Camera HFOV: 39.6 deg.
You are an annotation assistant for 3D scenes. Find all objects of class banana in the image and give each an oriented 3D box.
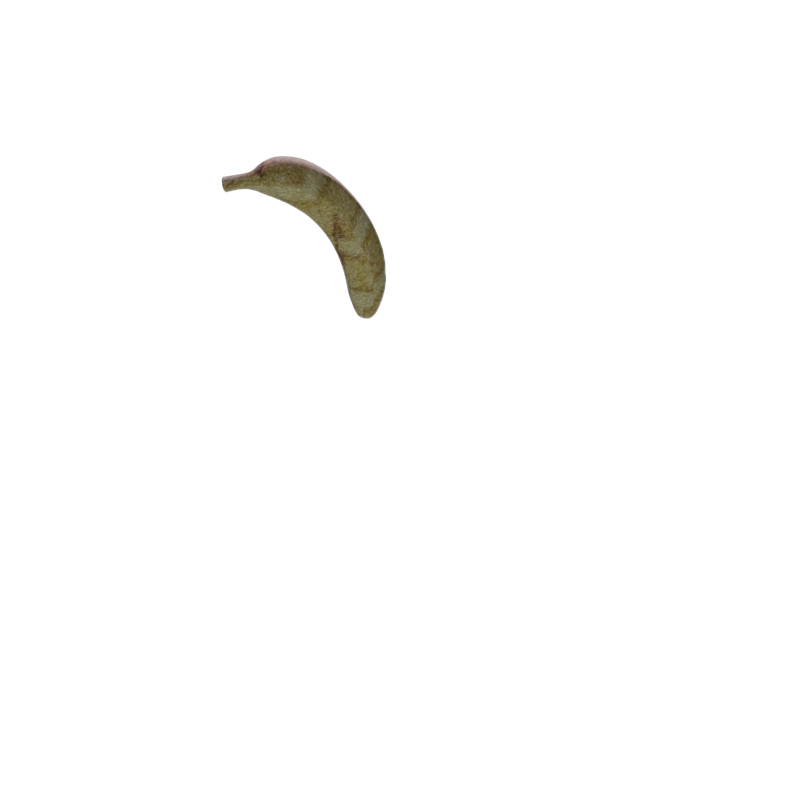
[{"bbox_3d":[-0.058,-0.139,0.901,0.070,0.039,0.184,-27,-50,25],"label":"banana"}]
